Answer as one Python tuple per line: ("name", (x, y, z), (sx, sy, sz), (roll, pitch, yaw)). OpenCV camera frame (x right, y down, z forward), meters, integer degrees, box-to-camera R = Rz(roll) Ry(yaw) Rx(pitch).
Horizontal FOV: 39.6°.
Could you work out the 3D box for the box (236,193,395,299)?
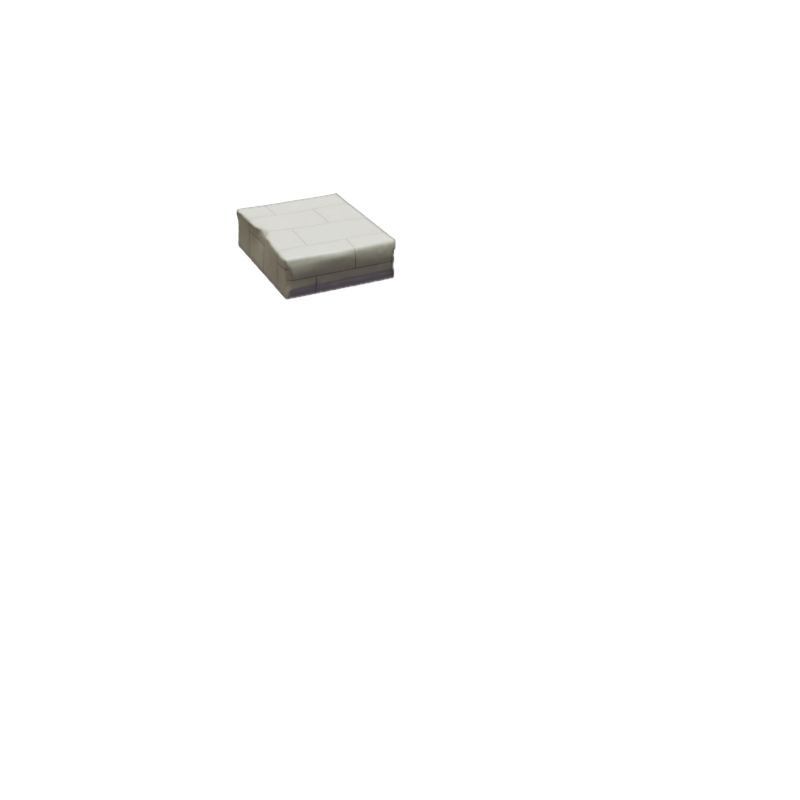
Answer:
("box", (-0.055, -0.100, 0.699), (0.072, 0.028, 0.096), (-13, 33, -22))
